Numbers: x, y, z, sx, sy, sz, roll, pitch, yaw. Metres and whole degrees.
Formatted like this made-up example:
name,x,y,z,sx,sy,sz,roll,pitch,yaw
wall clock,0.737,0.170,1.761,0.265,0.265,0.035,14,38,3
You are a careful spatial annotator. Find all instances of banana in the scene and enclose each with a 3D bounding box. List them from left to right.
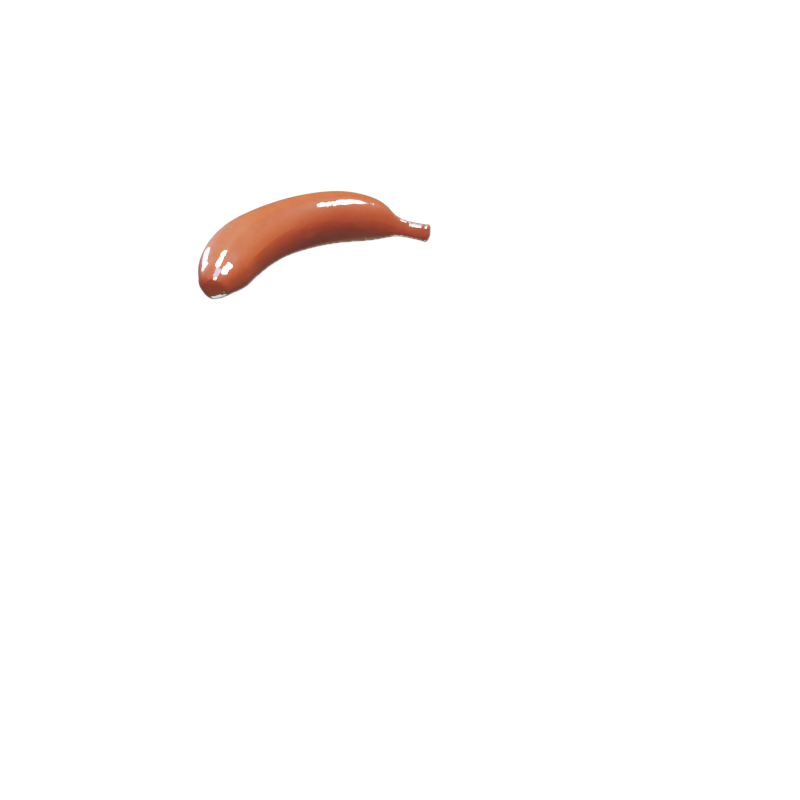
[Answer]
name,x,y,z,sx,sy,sz,roll,pitch,yaw
banana,-0.066,-0.105,0.706,0.074,0.035,0.195,19,30,37
